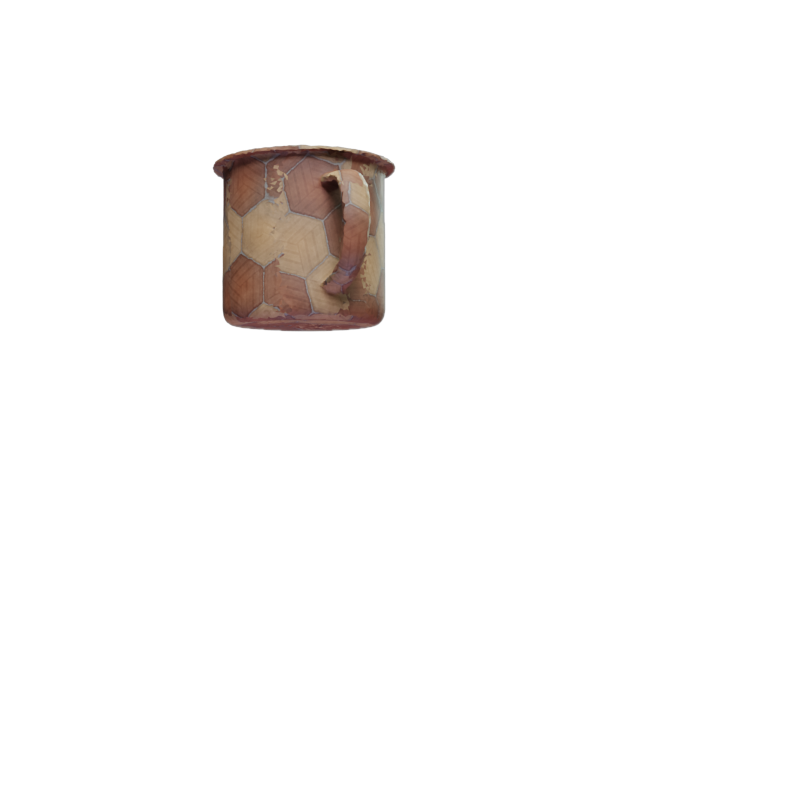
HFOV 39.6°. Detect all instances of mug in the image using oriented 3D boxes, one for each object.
[{"bbox_3d":[-0.043,-0.078,0.548,0.090,0.083,0.119,2,-5,-26],"label":"mug"}]
